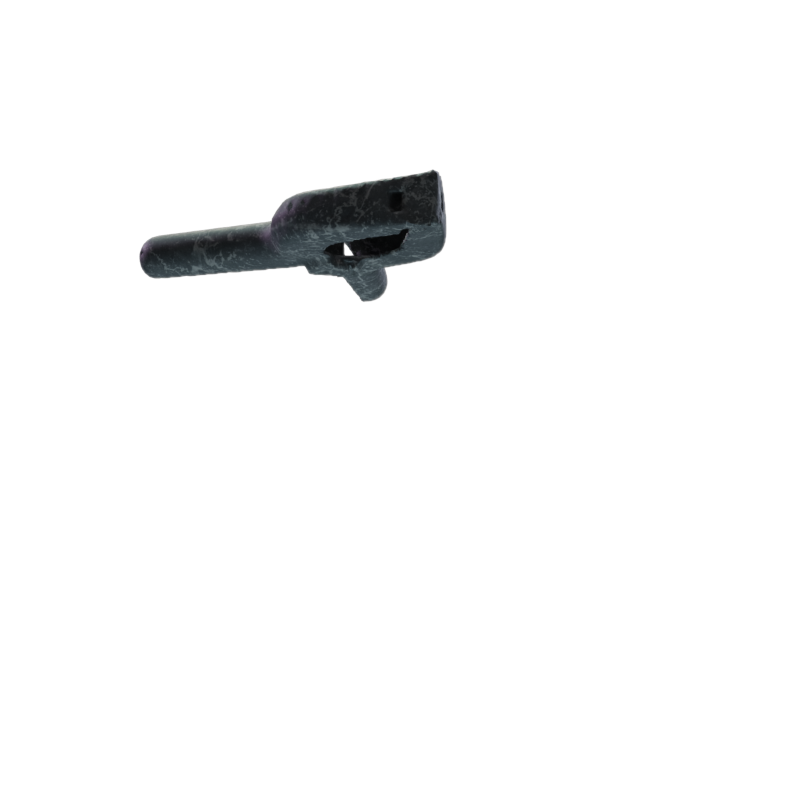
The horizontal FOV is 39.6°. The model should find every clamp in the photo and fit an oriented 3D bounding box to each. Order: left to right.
[{"bbox_3d":[-0.048,-0.088,0.615,0.160,0.037,0.211,2,-6,-22],"label":"clamp"}]
